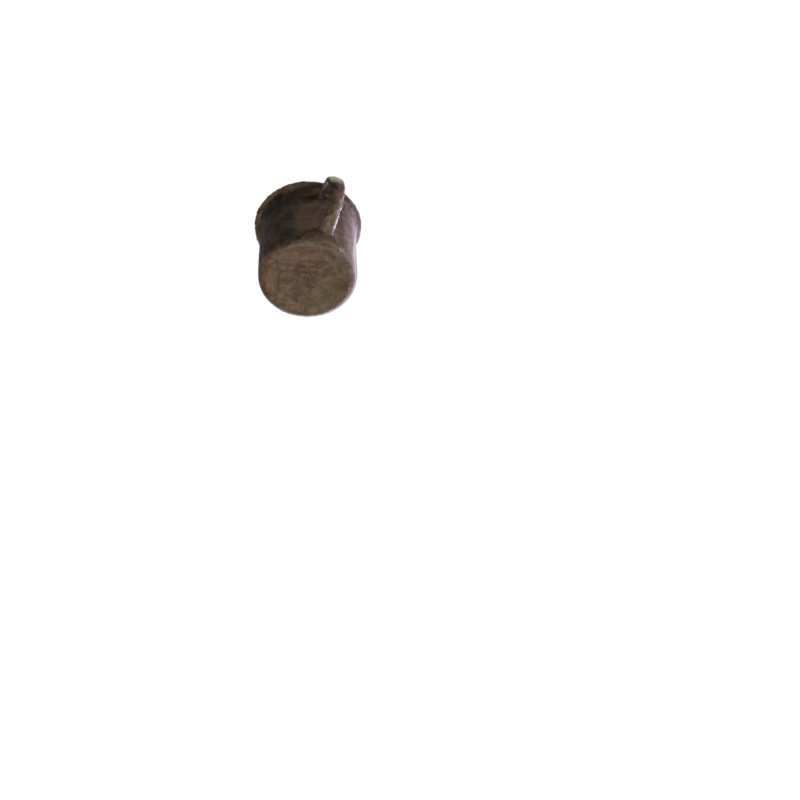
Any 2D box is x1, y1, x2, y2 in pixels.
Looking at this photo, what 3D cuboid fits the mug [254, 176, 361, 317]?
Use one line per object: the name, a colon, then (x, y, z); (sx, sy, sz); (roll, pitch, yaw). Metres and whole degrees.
mug: (-0.072, -0.132, 0.926); (0.090, 0.113, 0.087); (20, 35, -17)
